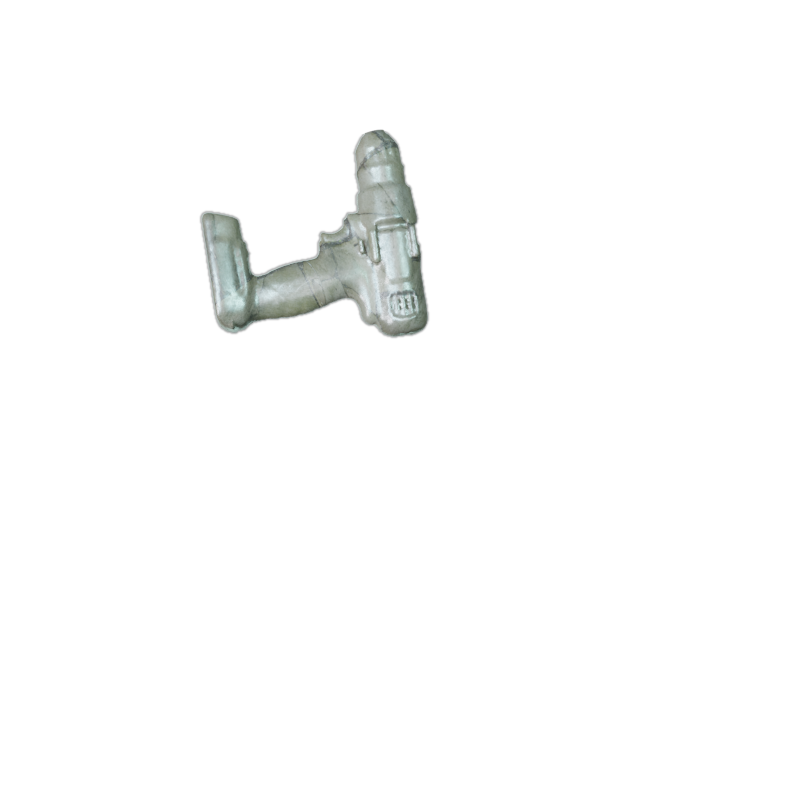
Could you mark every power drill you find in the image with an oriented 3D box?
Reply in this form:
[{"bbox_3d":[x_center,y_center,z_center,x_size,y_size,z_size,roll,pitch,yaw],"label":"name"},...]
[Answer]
[{"bbox_3d":[-0.076,-0.138,0.967,0.187,0.190,0.056,-8,-12,-2],"label":"power drill"}]
